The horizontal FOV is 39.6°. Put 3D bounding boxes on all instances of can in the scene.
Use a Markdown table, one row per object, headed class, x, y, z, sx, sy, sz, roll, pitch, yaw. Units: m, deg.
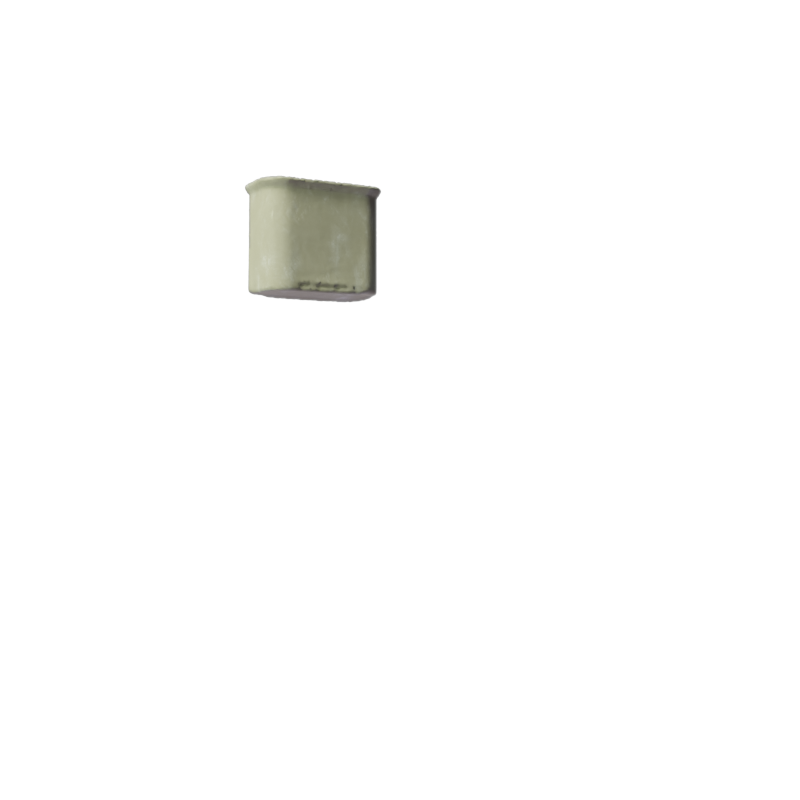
| class | x | y | z | sx | sy | sz | roll | pitch | yaw |
| --- | --- | --- | --- | --- | --- | --- | --- | --- | --- |
| can | -0.066 | -0.120 | 0.839 | 0.098 | 0.086 | 0.058 | 2 | -7 | -28 |
